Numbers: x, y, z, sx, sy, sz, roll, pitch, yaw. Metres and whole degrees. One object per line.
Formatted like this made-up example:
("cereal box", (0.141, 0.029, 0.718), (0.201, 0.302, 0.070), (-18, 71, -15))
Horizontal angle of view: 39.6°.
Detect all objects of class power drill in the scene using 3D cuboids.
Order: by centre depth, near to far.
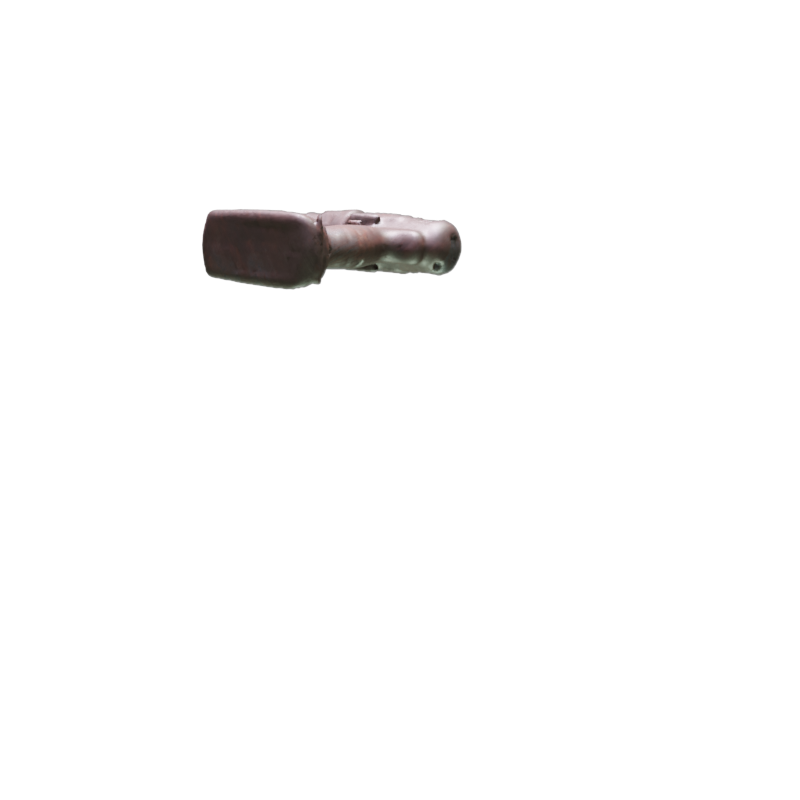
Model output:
("power drill", (-0.070, -0.128, 0.896), (0.193, 0.056, 0.183), (8, 13, 35))
